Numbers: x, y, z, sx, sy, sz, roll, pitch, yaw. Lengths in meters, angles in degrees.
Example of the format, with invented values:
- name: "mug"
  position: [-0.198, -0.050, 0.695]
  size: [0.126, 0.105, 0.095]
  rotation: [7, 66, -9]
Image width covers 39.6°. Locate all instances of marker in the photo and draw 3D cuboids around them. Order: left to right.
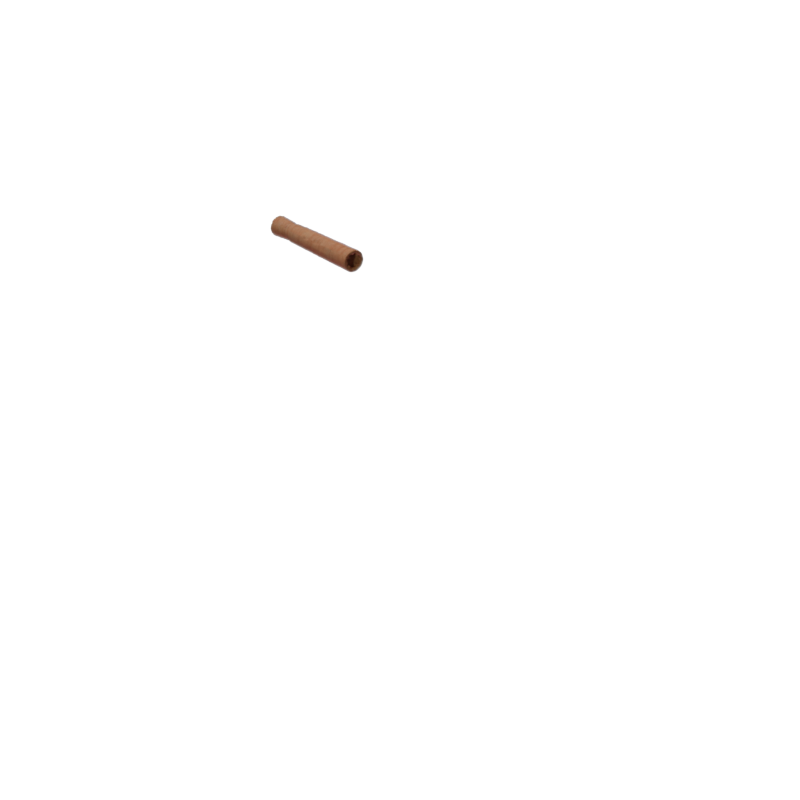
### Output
- name: "marker"
  position: [-0.073, -0.133, 0.934]
  size: [0.019, 0.019, 0.129]
  rotation: [-3, 22, -36]
